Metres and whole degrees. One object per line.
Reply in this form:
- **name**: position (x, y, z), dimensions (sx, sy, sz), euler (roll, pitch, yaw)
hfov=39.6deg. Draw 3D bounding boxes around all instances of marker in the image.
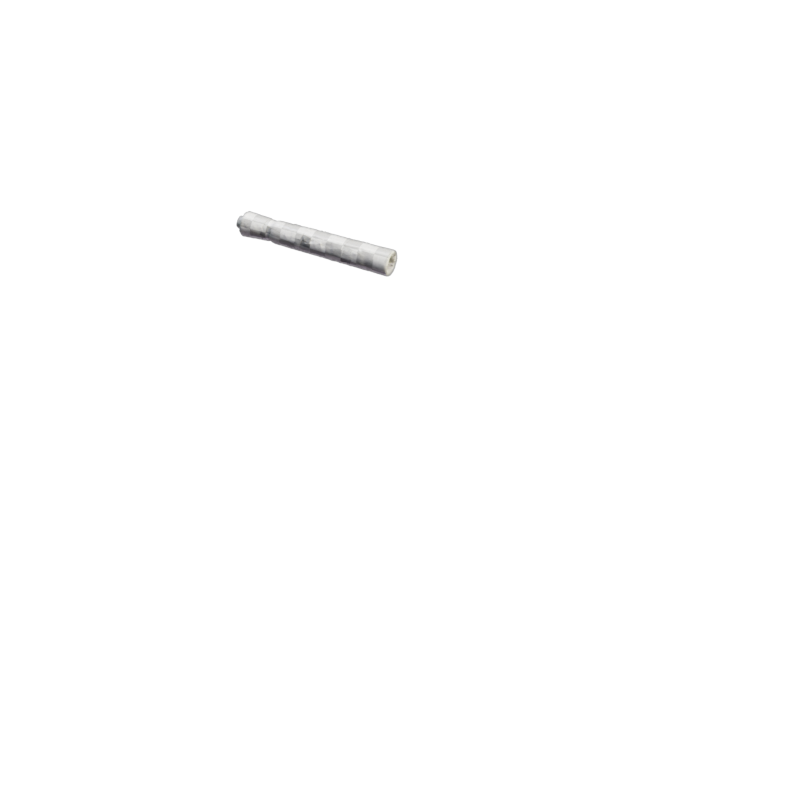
- **marker**: position (-0.060, -0.110, 0.772), dimensions (0.126, 0.019, 0.019), euler (18, 11, 23)
